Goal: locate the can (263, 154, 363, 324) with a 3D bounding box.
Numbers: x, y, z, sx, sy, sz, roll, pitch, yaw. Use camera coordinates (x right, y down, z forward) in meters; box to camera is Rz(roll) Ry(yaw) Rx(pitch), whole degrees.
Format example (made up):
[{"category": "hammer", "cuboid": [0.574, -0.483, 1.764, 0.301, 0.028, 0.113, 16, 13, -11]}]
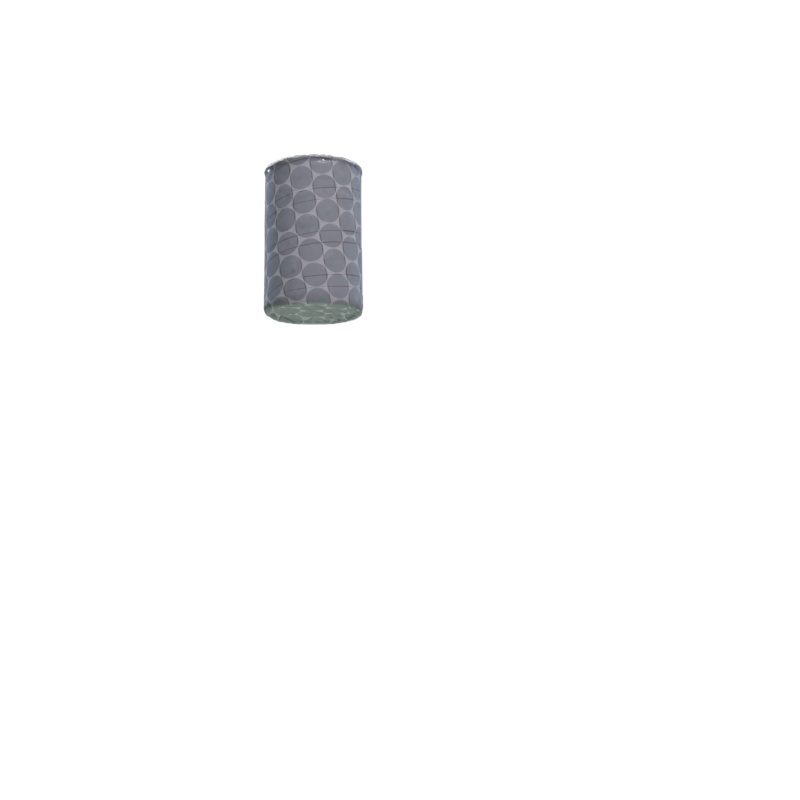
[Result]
[{"category": "can", "cuboid": [-0.059, -0.108, 0.754, 0.068, 0.106, 0.066, 0, -14, -2]}]
